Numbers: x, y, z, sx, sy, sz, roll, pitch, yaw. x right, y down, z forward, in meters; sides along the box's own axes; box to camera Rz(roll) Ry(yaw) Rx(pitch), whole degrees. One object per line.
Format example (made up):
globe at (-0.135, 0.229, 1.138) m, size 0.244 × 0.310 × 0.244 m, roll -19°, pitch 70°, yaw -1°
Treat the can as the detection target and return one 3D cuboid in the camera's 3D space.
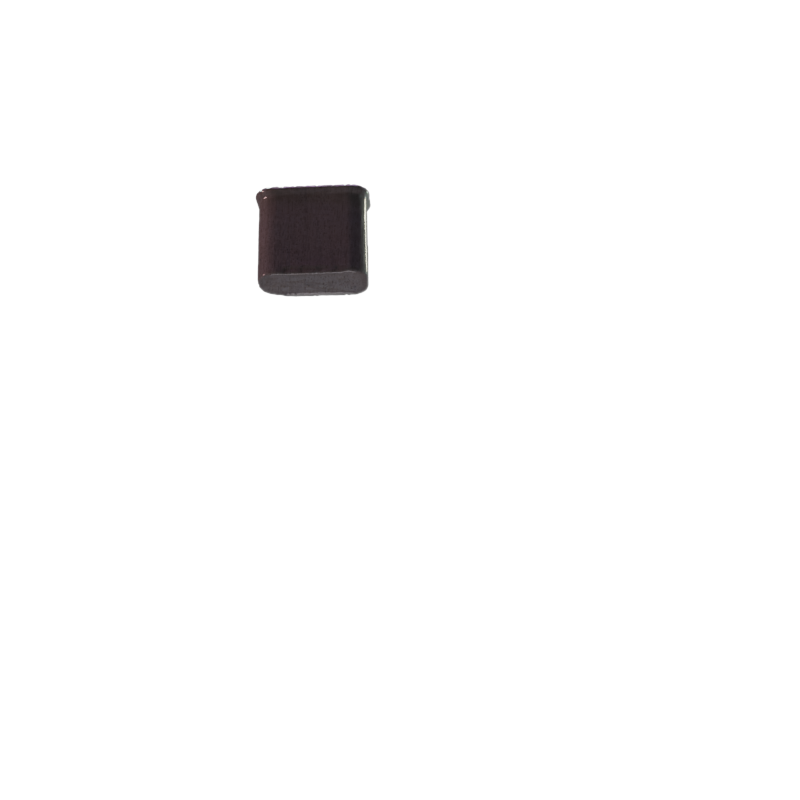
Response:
can at (-0.077, -0.140, 0.981) m, size 0.102 × 0.088 × 0.054 m, roll -2°, pitch -23°, yaw 3°
